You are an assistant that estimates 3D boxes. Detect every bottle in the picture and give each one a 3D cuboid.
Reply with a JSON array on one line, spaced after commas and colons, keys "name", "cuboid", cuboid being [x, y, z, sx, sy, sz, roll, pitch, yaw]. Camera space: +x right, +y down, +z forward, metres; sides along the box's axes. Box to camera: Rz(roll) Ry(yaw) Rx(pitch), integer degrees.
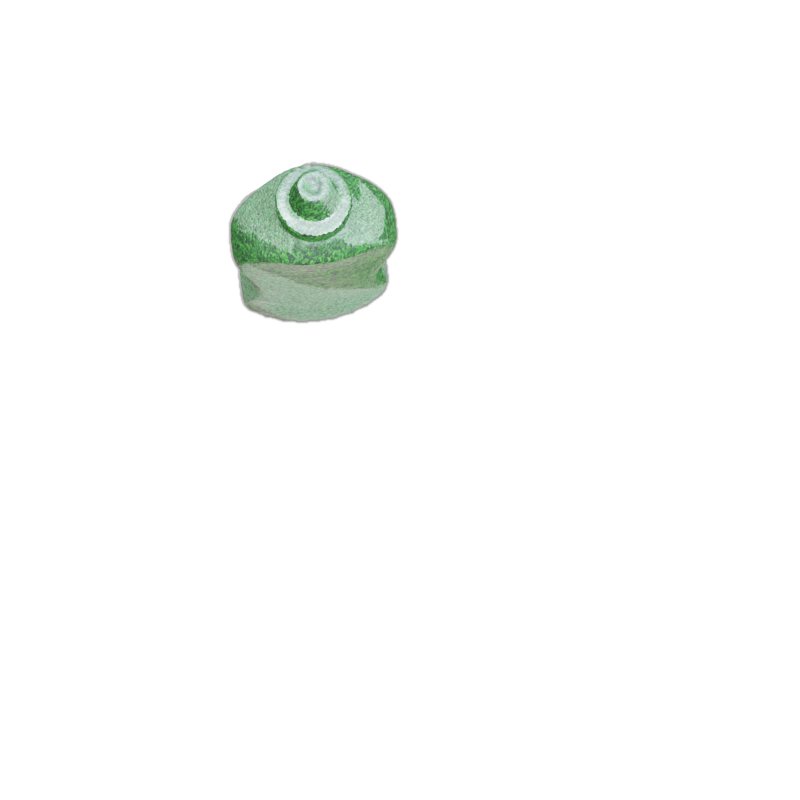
[{"name": "bottle", "cuboid": [-0.051, -0.094, 0.654, 0.096, 0.060, 0.186, -5, -9, -4]}]
